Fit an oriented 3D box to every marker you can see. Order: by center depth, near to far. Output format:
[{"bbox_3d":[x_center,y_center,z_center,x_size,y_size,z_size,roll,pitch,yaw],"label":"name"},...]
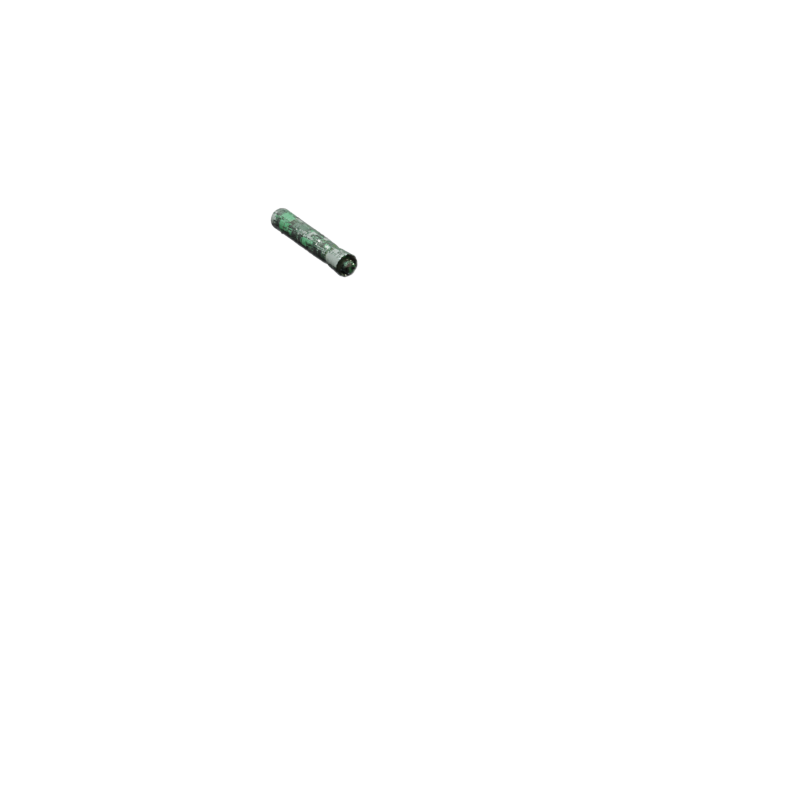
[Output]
[{"bbox_3d":[-0.068,-0.125,0.875,0.019,0.019,0.130,-2,26,-31],"label":"marker"}]
